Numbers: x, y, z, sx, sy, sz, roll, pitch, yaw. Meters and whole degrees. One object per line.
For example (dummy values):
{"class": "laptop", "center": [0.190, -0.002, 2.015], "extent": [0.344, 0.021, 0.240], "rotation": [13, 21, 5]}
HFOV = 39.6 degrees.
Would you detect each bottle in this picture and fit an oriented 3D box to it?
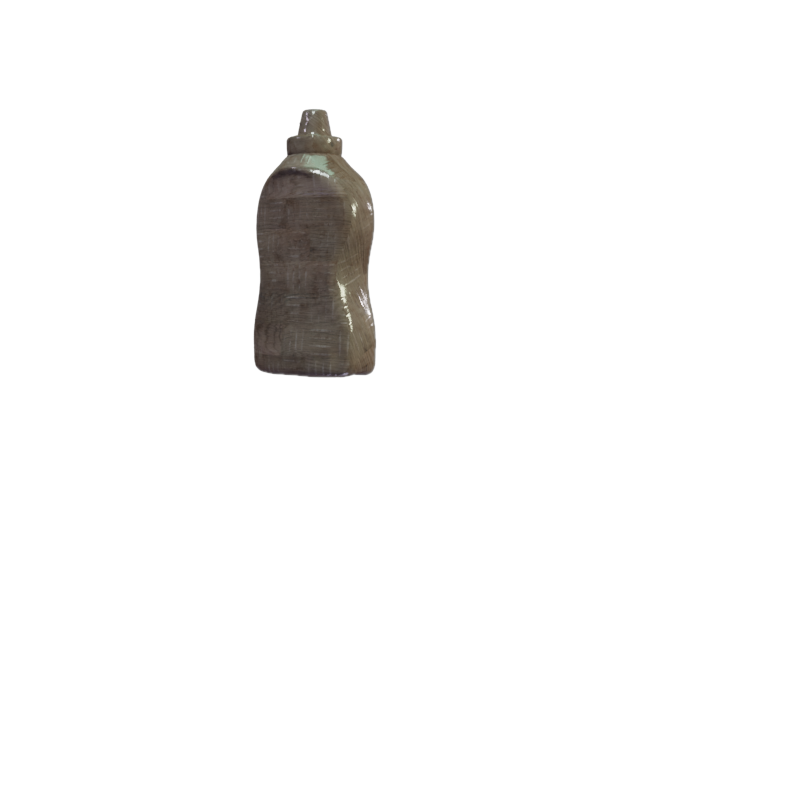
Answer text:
{"class": "bottle", "center": [-0.063, -0.115, 0.806], "extent": [0.100, 0.192, 0.056], "rotation": [-1, -1, 42]}
